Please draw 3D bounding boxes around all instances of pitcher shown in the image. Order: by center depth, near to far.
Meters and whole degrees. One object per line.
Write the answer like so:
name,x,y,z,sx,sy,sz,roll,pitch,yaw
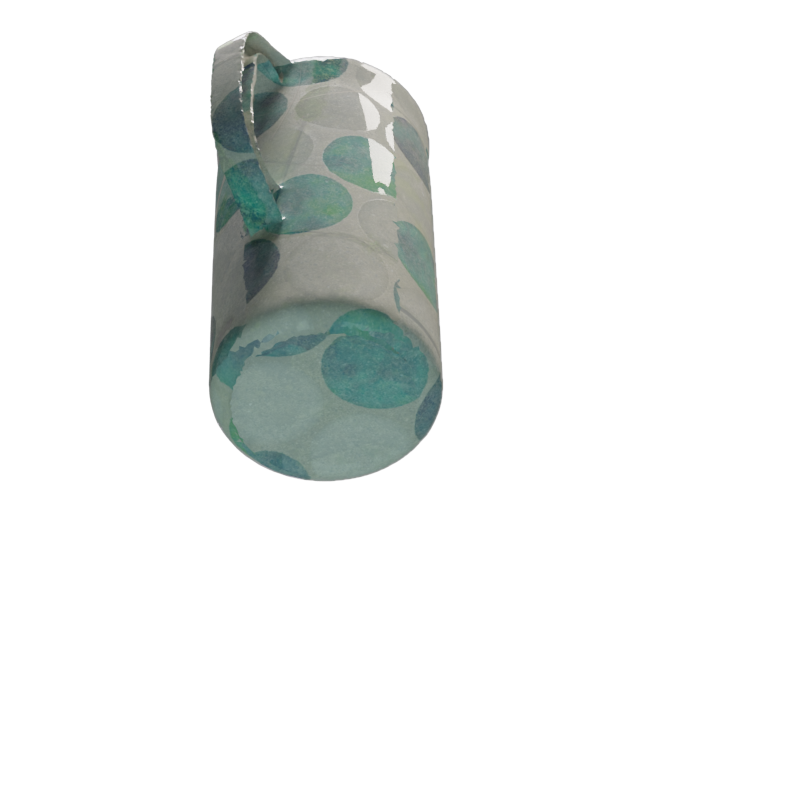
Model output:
pitcher,-0.047,-0.085,0.596,0.146,0.138,0.260,13,36,-13
